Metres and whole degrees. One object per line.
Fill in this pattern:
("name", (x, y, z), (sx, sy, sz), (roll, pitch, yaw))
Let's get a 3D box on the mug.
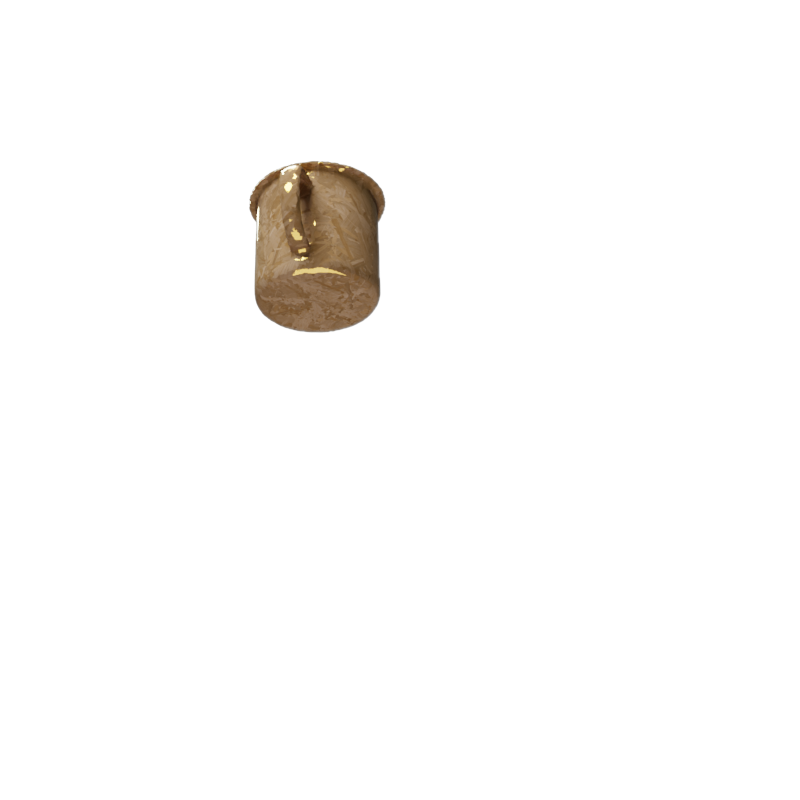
("mug", (-0.057, -0.104, 0.725), (0.094, 0.087, 0.109), (-6, -32, 8))
